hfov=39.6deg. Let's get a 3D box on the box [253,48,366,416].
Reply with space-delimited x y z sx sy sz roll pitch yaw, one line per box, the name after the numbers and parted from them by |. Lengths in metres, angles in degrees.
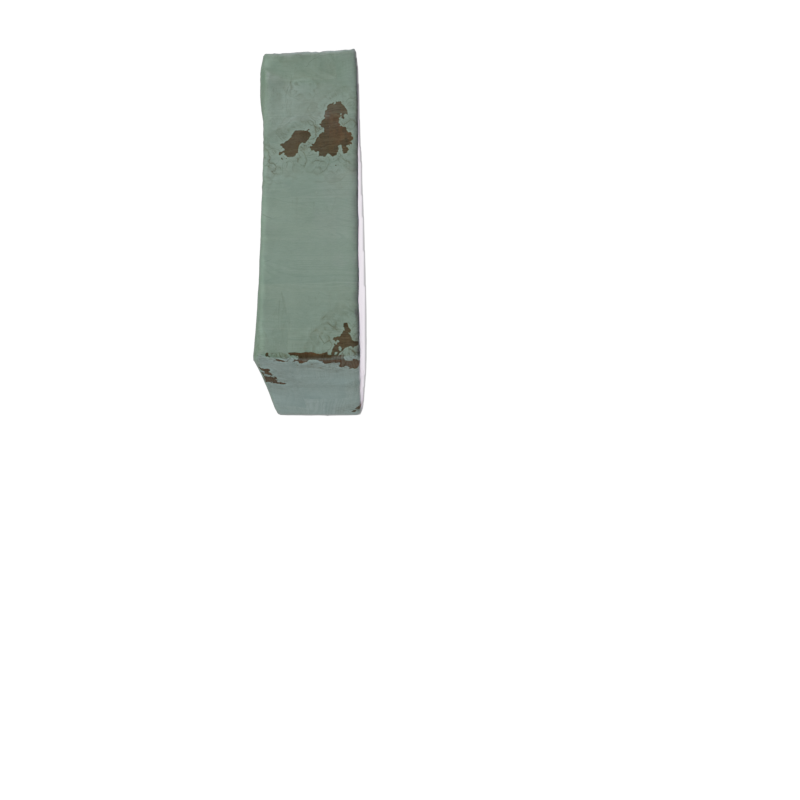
-0.060 -0.110 0.771 0.072 0.224 0.157 -1 -18 -1 | box
